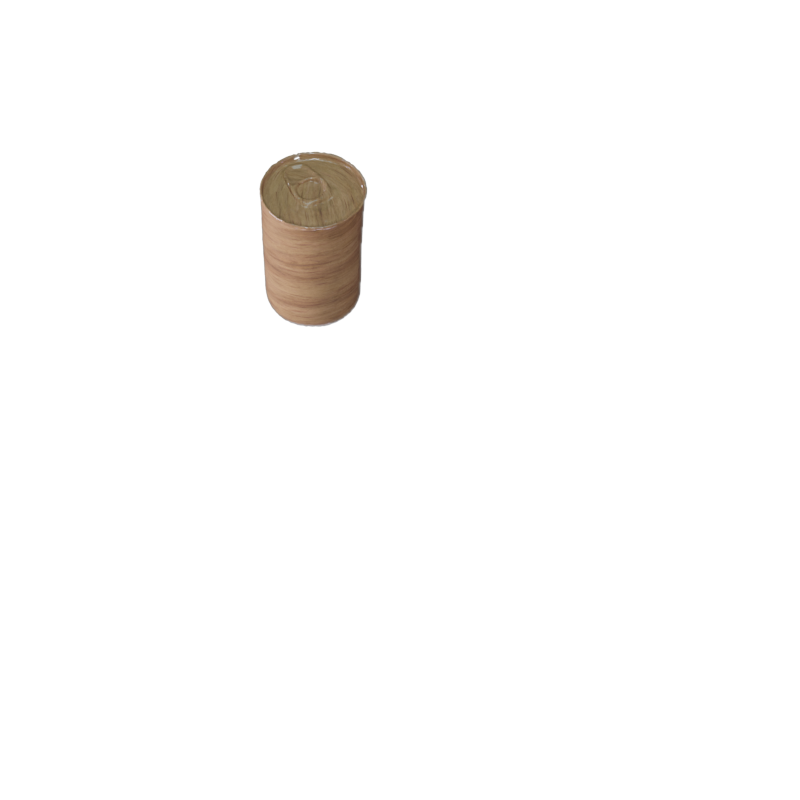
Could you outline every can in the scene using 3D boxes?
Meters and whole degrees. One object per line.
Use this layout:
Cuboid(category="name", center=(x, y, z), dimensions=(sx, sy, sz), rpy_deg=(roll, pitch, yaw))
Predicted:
Cuboid(category="can", center=(-0.058, -0.105, 0.736), dimensions=(0.068, 0.073, 0.095), rpy_deg=(0, -38, -3))
